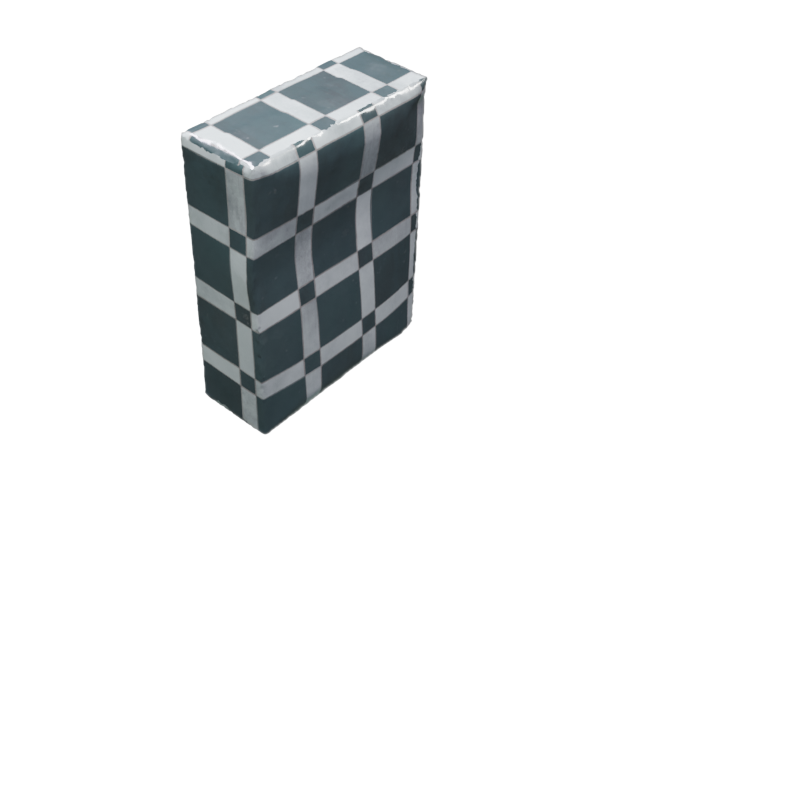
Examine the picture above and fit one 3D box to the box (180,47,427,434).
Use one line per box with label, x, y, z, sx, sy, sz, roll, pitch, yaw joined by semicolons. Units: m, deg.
box;-0.059;-0.107;0.750;0.076;0.200;0.165;29;47;28
